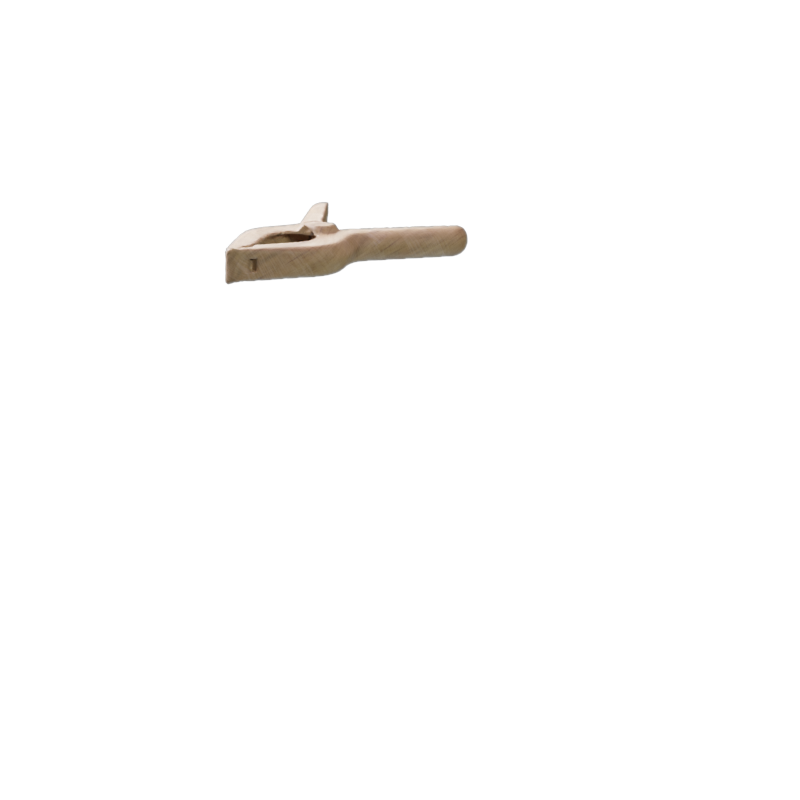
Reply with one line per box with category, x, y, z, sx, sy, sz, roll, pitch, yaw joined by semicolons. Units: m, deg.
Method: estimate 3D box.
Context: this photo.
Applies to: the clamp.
clamp;-0.071;-0.130;0.910;0.206;0.035;0.174;-18;27;-41
